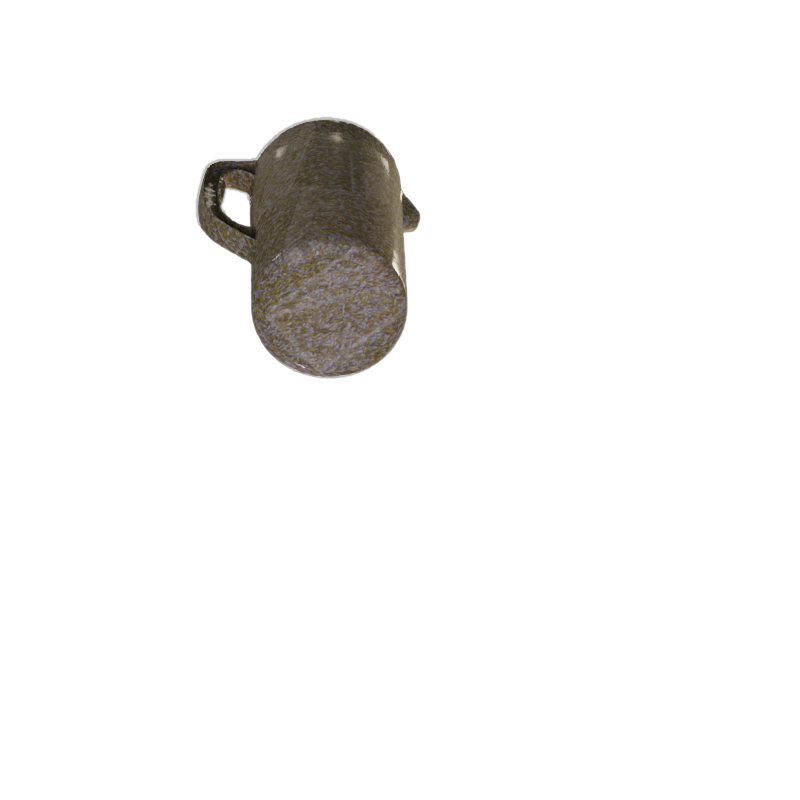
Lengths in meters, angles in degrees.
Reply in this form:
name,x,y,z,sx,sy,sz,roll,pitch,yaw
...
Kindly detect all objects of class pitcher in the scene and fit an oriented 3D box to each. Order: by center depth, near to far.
name,x,y,z,sx,sy,sz,roll,pitch,yaw
pitcher,-0.067,-0.123,0.859,0.149,0.137,0.257,-26,27,10
